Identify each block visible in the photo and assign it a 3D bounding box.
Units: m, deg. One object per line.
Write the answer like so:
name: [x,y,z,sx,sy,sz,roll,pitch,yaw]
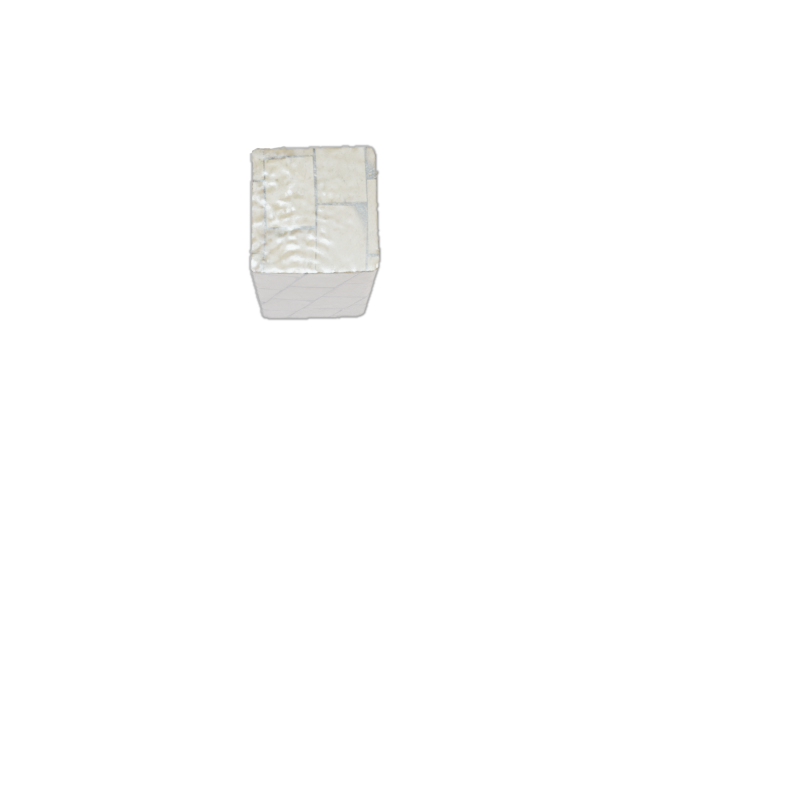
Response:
block: [-0.067,-0.123,0.863,0.090,0.093,0.202,-1,-6,-4]
